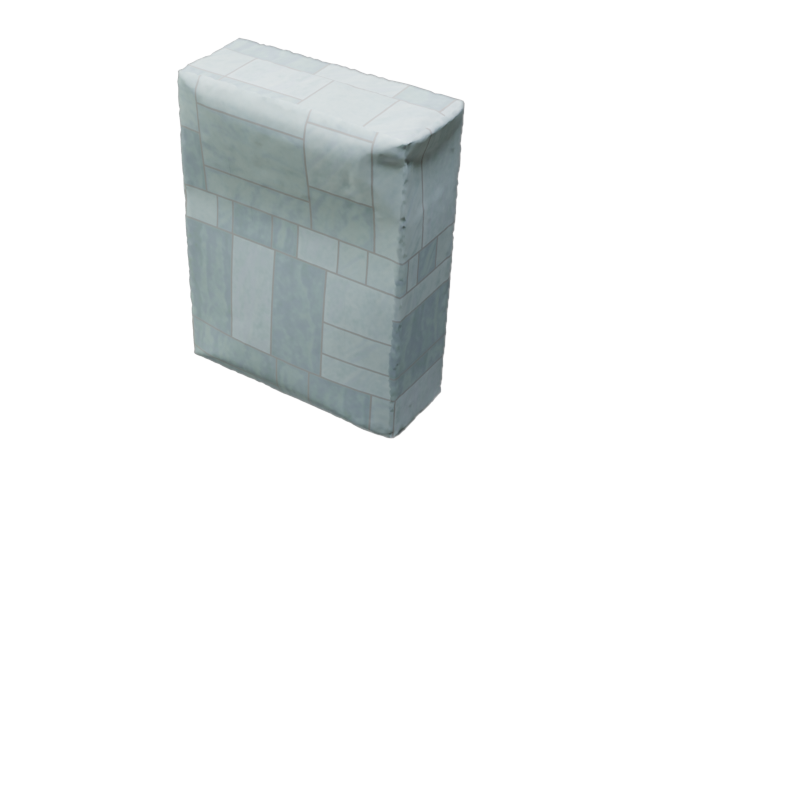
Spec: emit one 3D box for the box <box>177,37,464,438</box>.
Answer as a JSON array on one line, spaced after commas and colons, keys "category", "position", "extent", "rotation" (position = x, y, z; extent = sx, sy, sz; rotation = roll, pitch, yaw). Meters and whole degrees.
[{"category": "box", "position": [-0.054, -0.099, 0.691], "extent": [0.173, 0.200, 0.073], "rotation": [23, 40, 26]}]
